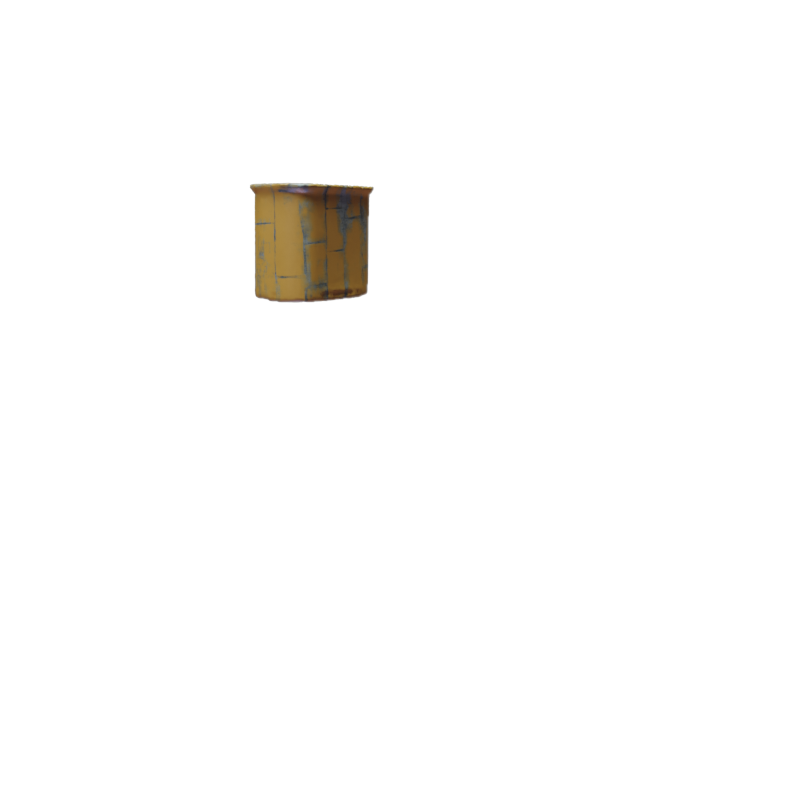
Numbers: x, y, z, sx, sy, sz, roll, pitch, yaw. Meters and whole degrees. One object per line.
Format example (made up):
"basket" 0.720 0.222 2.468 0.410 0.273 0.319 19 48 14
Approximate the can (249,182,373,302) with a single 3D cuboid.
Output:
"can" -0.064 -0.117 0.820 0.060 0.083 0.099 3 6 33
